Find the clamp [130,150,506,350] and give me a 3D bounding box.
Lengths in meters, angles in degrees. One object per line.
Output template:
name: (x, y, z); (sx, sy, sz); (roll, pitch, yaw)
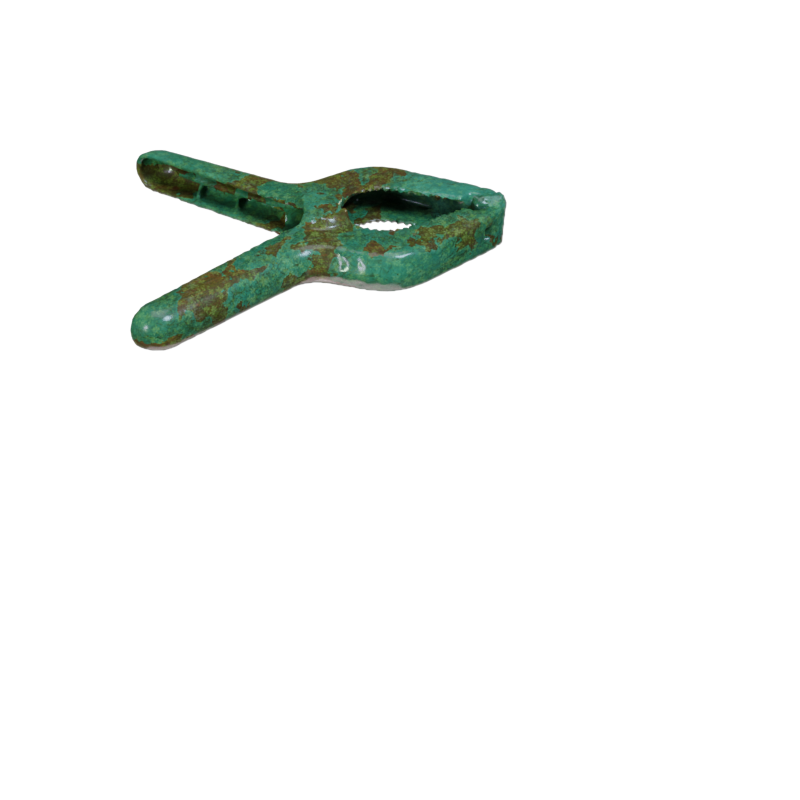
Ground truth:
clamp: (-0.047, -0.085, 0.594); (0.210, 0.034, 0.176); (-1, 41, -1)
